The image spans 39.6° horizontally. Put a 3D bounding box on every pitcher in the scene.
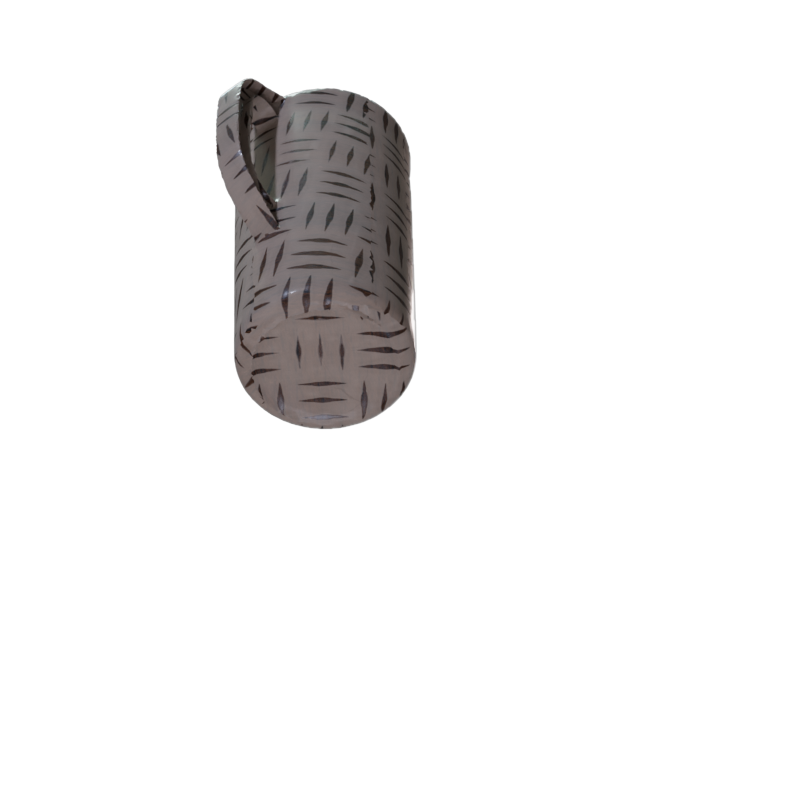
[{"bbox_3d":[-0.058,-0.106,0.740,0.148,0.137,0.260,6,37,-8],"label":"pitcher"}]
